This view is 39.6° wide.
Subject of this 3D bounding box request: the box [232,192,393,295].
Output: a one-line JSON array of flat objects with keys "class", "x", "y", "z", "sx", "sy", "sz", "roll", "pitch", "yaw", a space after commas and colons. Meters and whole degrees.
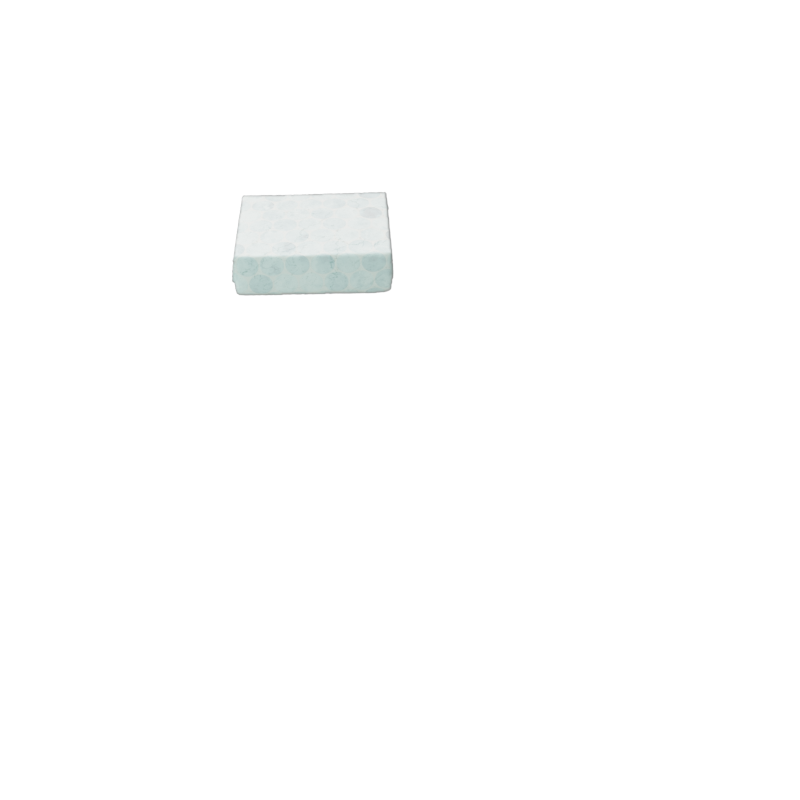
[{"class": "box", "x": -0.063, "y": -0.115, "z": 0.809, "sx": 0.113, "sy": 0.036, "sz": 0.096, "roll": 0, "pitch": 37, "yaw": -1}]
